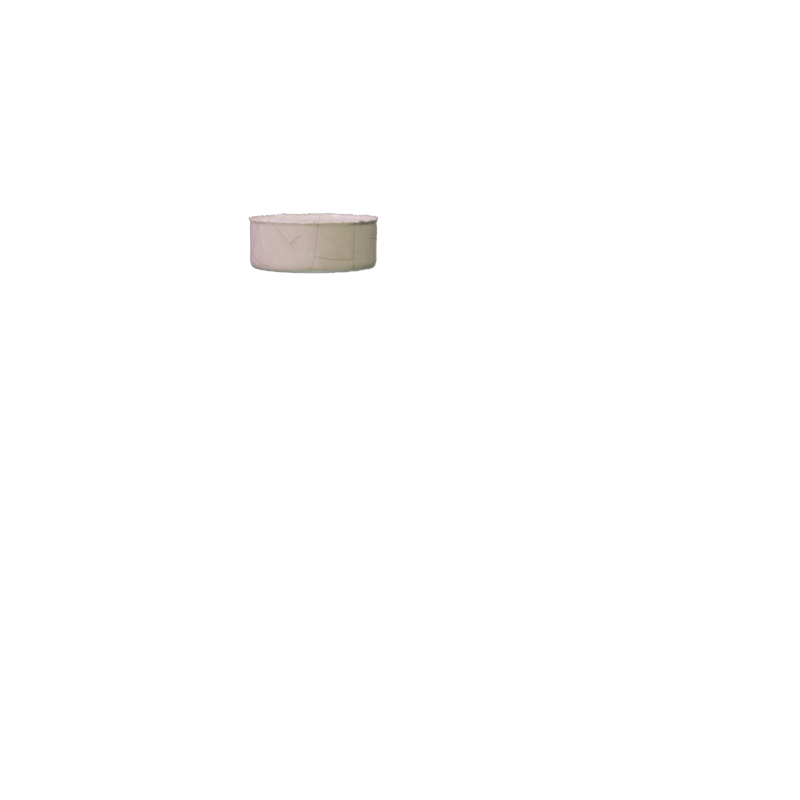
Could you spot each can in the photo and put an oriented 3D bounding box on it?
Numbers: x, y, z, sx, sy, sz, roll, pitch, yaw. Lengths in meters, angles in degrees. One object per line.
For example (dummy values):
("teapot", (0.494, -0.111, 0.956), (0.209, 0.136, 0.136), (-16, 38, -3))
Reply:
("can", (-0.058, -0.105, 0.737), (0.086, 0.033, 0.088), (0, 12, -2))
